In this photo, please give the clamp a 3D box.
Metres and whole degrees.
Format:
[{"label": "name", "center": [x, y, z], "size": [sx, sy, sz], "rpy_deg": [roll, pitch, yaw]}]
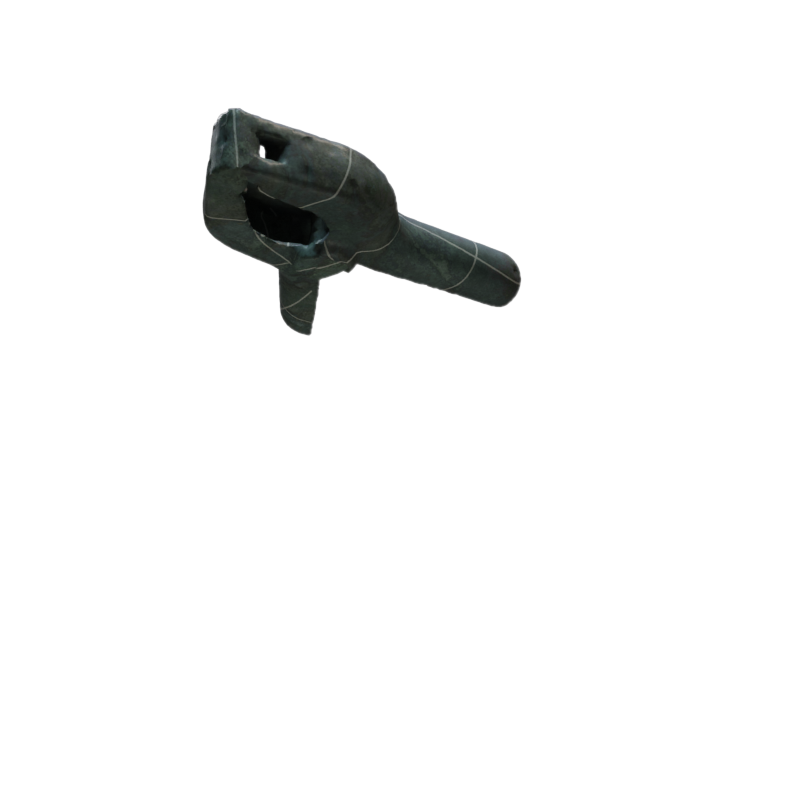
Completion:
[{"label": "clamp", "center": [-0.038, -0.069, 0.480], "size": [0.121, 0.042, 0.159], "rpy_deg": [-18, -31, 32]}]
